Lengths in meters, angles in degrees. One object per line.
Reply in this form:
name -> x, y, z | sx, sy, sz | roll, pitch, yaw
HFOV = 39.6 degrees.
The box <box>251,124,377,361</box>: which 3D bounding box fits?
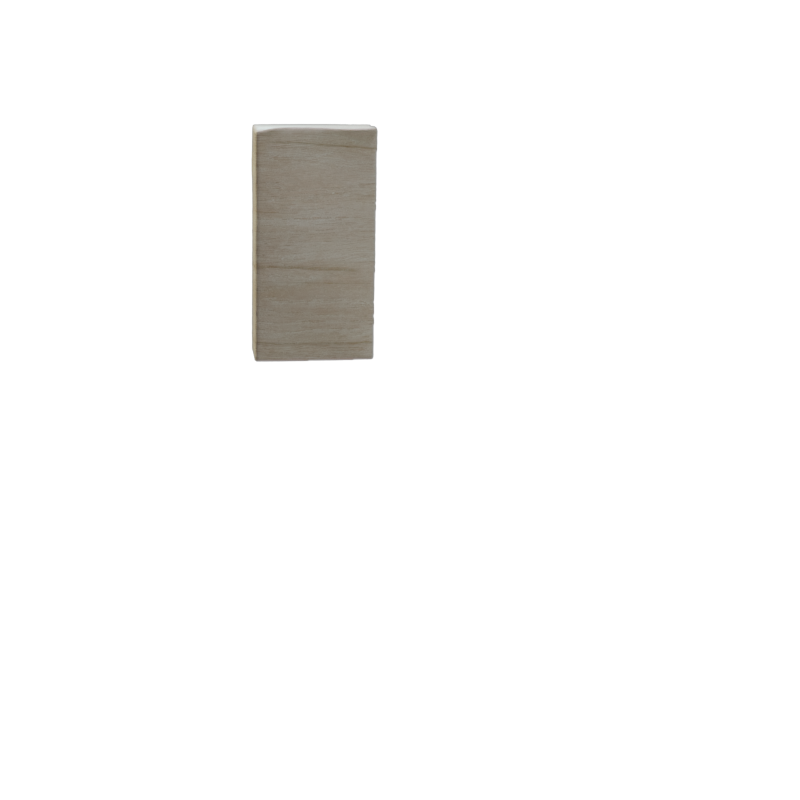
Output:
box -> -0.066, -0.120, 0.838 | 0.092, 0.171, 0.050 | -1, 12, -8
